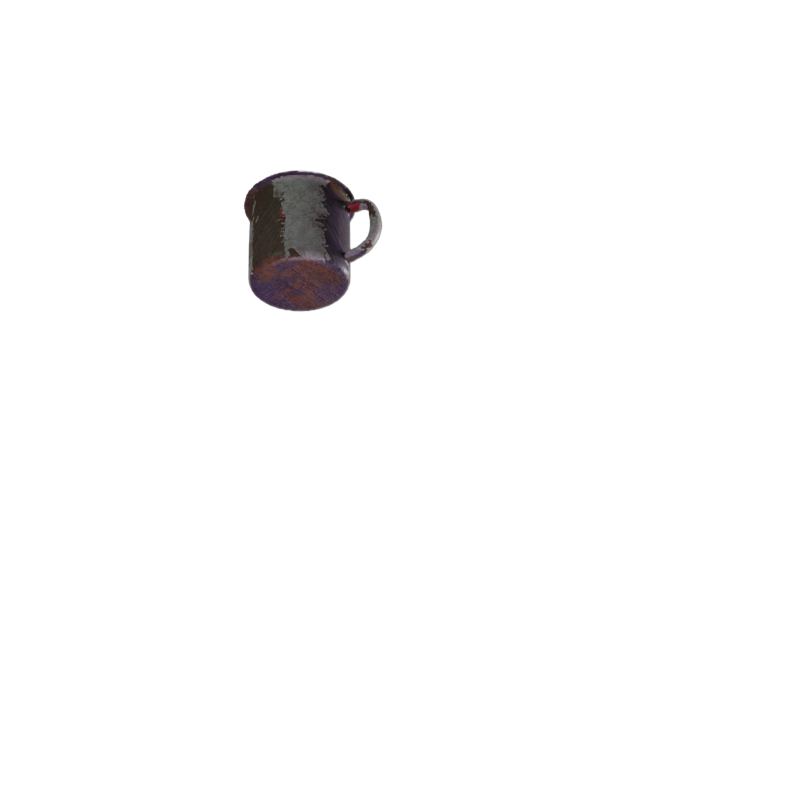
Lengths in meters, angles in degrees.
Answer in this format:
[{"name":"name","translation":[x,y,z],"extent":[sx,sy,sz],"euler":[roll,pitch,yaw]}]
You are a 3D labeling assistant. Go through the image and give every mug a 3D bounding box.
[{"name":"mug","translation":[-0.070,-0.127,0.892],"extent":[0.118,0.087,0.086],"euler":[-12,-34,16]}]
